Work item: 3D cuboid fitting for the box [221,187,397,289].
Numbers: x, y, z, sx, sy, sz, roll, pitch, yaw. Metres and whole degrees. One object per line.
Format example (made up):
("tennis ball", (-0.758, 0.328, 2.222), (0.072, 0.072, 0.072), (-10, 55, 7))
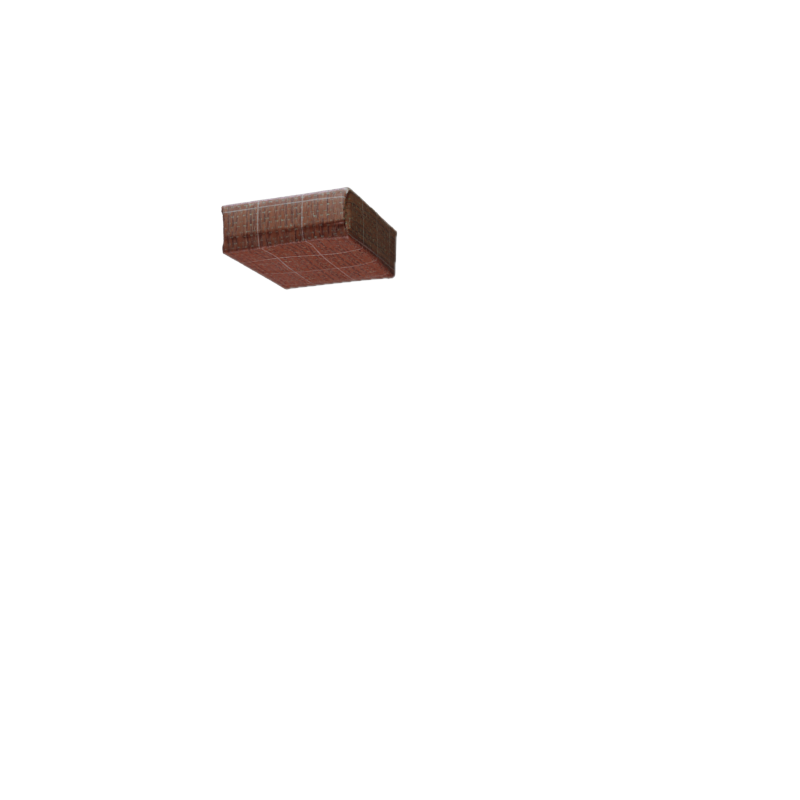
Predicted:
("box", (-0.059, -0.108, 0.758), (0.092, 0.040, 0.107), (-4, -12, 18))
